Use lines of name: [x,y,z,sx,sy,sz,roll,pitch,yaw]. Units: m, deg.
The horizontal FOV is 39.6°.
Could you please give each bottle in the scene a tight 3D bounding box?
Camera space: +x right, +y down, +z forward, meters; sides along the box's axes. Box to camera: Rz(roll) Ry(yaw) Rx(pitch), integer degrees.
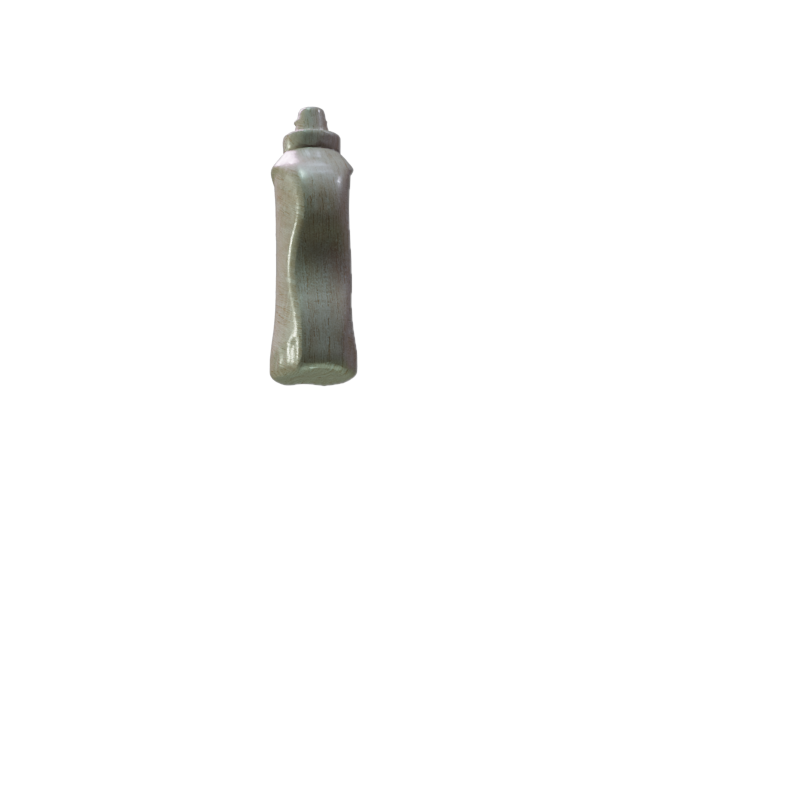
bottle: [-0.060,-0.109,0.765,0.058,0.198,0.094,1,-12,-9]
